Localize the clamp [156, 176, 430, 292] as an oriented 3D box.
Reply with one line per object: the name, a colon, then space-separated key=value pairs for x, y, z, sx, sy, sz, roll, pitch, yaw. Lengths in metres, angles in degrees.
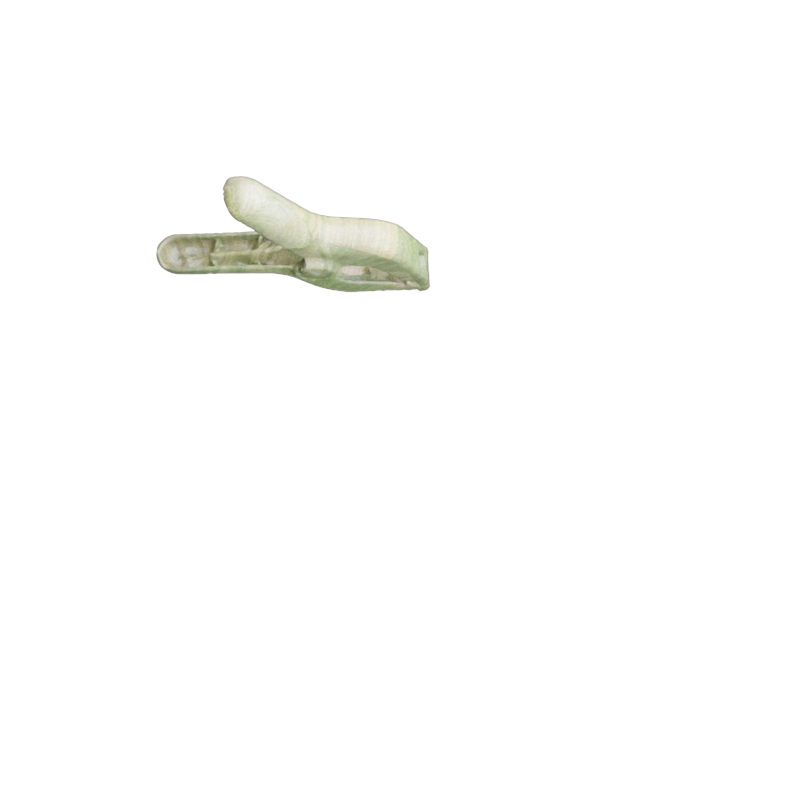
clamp: x=-0.052 y=-0.095 z=0.669 sx=0.167 sy=0.040 sz=0.120 roll=3 pitch=-8 yaw=-20
